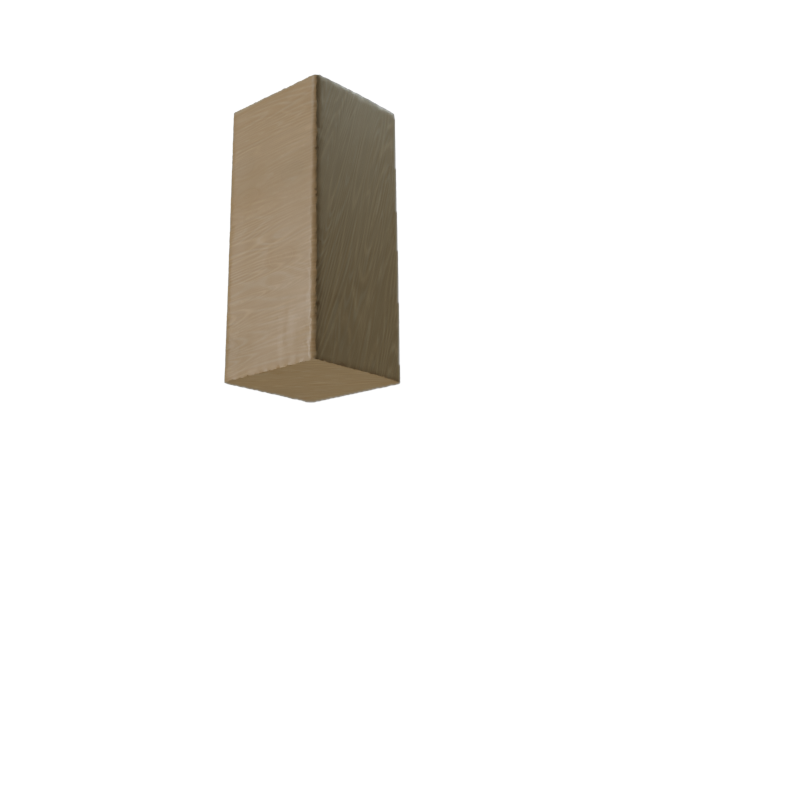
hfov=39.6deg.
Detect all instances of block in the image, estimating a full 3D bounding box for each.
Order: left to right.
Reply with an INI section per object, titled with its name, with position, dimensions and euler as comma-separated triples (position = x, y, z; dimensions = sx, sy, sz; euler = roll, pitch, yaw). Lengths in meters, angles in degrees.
[block]
position = -0.061, -0.113, 0.792
dimensions = 0.092, 0.216, 0.085
euler = -17, -25, 38
